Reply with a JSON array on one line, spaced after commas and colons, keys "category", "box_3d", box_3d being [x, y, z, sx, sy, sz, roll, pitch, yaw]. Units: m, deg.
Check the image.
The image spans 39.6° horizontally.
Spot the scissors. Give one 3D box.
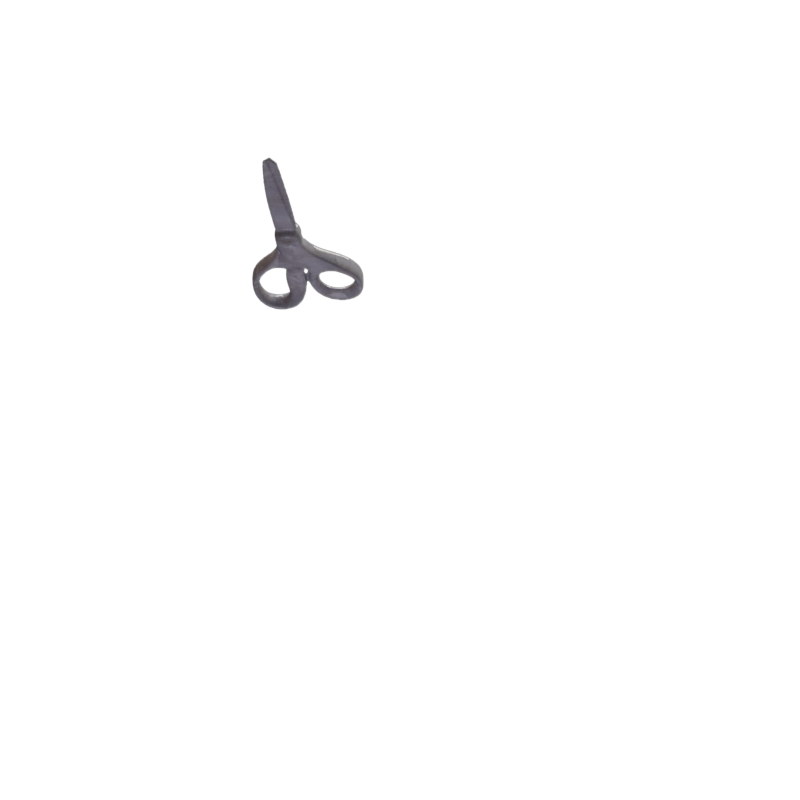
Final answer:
[{"category": "scissors", "box_3d": [-0.064, -0.116, 0.815, 0.095, 0.017, 0.193, 5, -24, -11]}]
